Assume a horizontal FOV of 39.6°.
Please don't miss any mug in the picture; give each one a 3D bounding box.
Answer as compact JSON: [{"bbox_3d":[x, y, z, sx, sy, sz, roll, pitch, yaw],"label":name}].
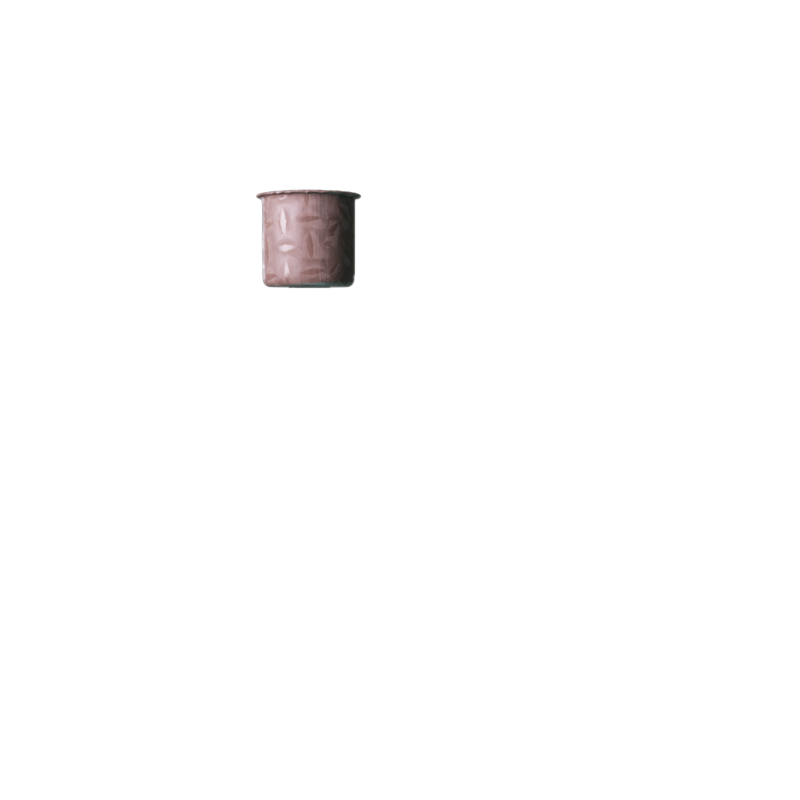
[{"bbox_3d":[-0.077,-0.141,0.987,0.095,0.082,0.114,0,2,18],"label":"mug"}]
